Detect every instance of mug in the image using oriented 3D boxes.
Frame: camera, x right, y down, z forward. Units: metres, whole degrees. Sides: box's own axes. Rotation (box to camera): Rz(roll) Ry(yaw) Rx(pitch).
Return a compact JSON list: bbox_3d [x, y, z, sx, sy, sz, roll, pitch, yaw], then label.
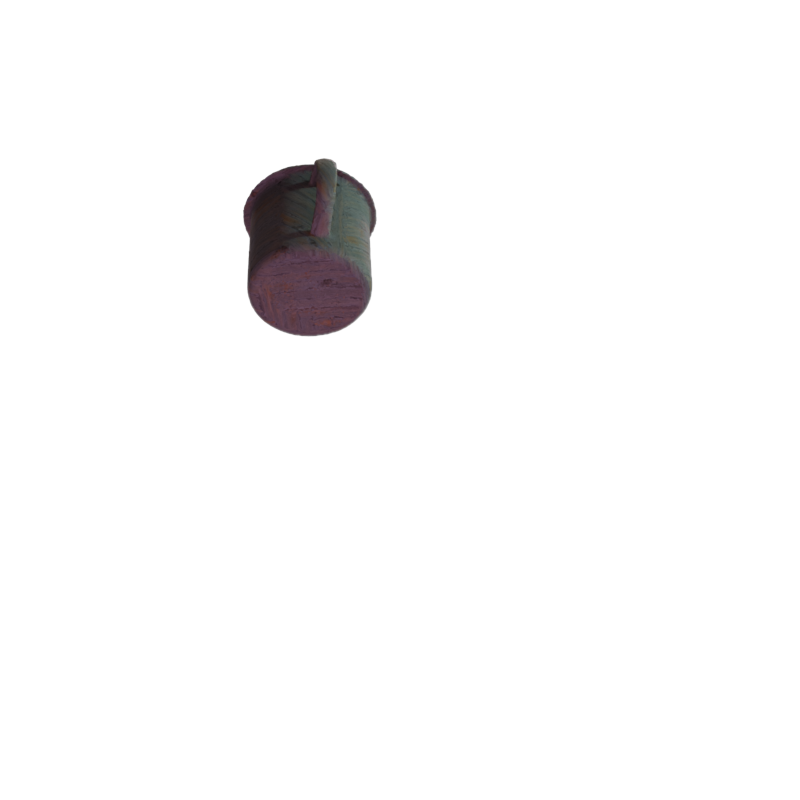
[{"bbox_3d":[-0.058,-0.105,0.737,0.092,0.087,0.111,9,-46,-11],"label":"mug"}]
